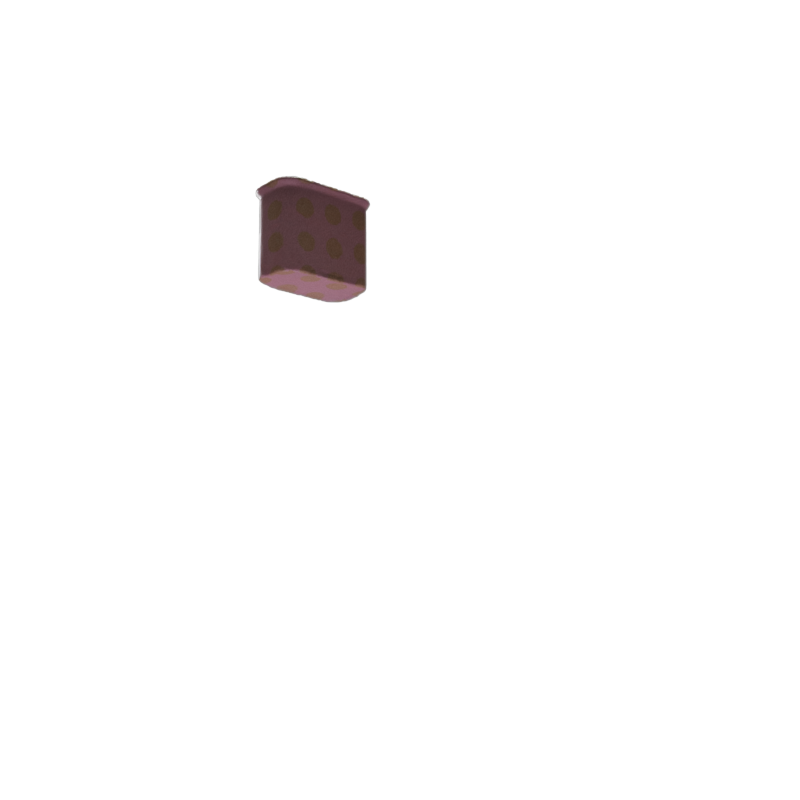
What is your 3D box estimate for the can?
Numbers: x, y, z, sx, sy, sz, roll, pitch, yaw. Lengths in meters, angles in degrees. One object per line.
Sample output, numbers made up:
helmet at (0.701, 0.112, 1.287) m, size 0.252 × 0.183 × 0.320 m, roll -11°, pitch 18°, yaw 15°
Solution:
can at (-0.075, -0.137, 0.958) m, size 0.097 × 0.088 × 0.058 m, roll 13°, pitch -23°, yaw -38°
